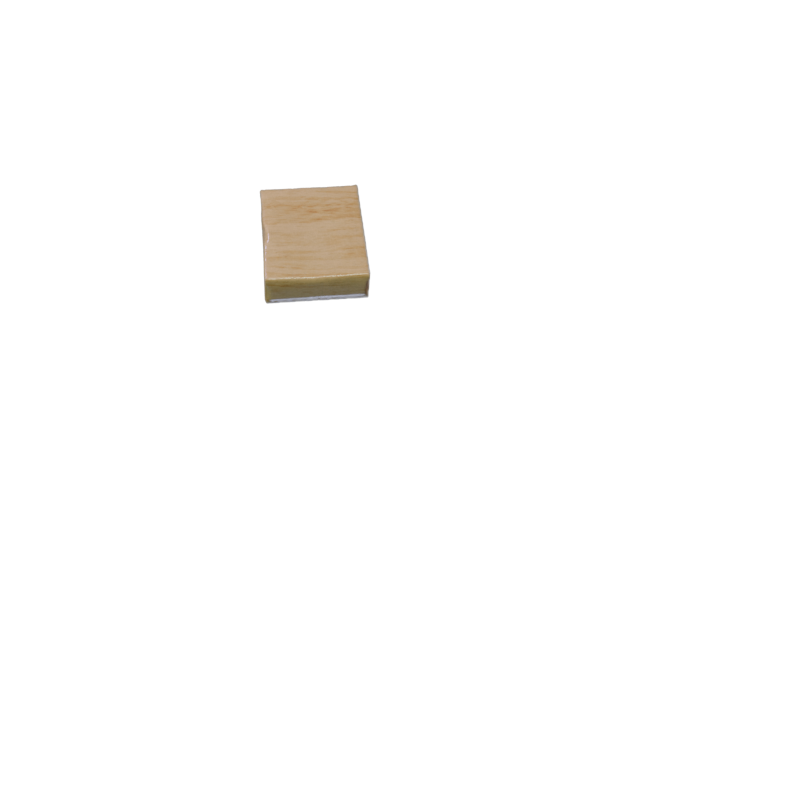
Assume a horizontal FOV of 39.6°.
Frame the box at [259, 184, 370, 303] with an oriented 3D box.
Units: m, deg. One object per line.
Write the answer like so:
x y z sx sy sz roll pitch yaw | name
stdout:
-0.062 -0.113 0.791 0.073 0.096 0.028 -4 -37 -4 | box
